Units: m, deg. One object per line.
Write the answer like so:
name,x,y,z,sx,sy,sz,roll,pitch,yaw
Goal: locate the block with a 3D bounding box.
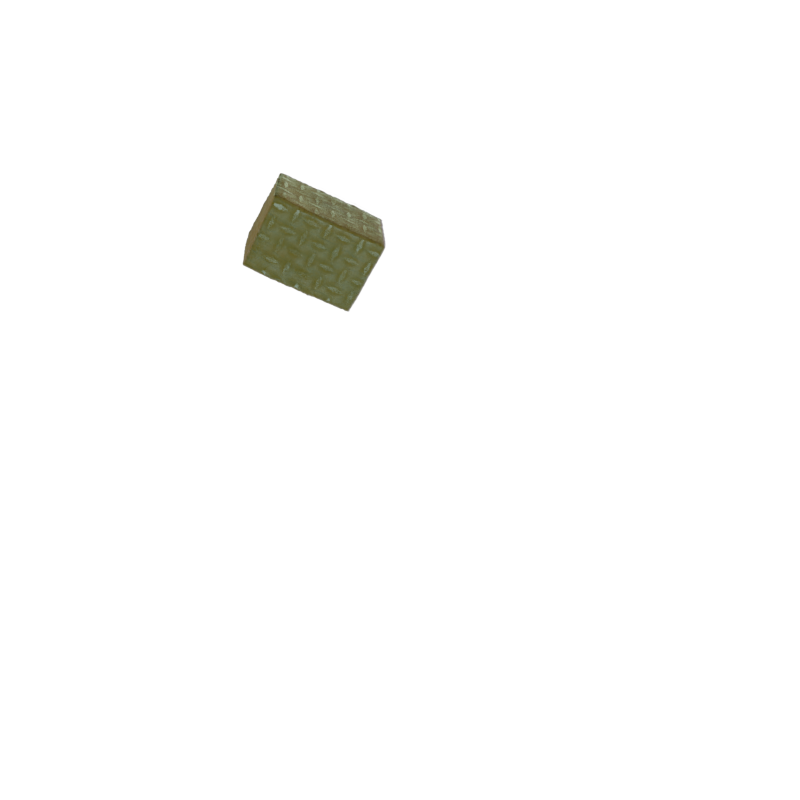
block,-0.056,-0.102,0.713,0.076,0.051,0.054,24,22,-12
